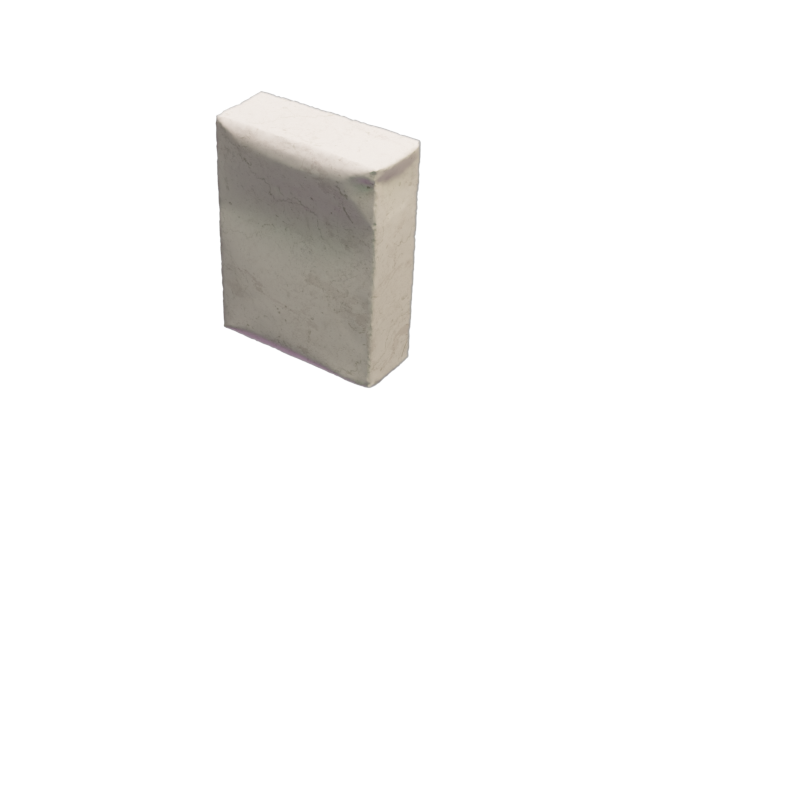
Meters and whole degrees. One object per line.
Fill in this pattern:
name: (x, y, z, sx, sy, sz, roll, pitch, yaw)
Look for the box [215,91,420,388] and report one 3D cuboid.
box: (-0.073, -0.134, 0.936, 0.173, 0.200, 0.073, 24, 39, 28)
